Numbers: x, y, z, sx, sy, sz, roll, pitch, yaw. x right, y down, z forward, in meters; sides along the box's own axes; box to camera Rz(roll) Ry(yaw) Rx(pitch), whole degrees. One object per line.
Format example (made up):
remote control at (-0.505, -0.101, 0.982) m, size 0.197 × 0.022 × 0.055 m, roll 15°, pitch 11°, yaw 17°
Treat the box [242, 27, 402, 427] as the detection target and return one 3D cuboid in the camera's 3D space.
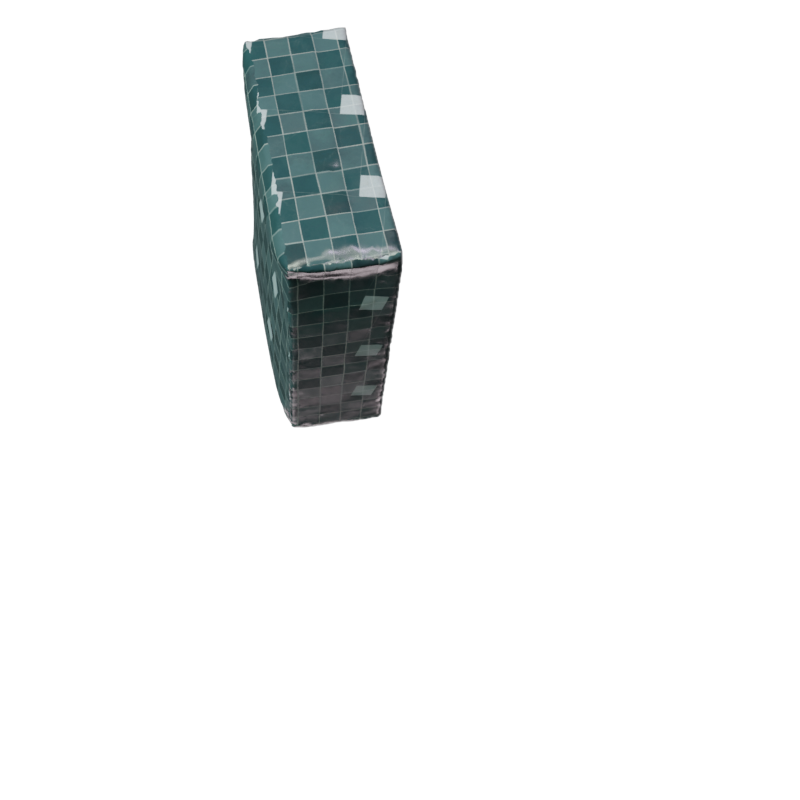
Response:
box at (-0.055, -0.100, 0.701) m, size 0.071 × 0.175 × 0.201 m, roll -9°, pitch -27°, yaw -8°
